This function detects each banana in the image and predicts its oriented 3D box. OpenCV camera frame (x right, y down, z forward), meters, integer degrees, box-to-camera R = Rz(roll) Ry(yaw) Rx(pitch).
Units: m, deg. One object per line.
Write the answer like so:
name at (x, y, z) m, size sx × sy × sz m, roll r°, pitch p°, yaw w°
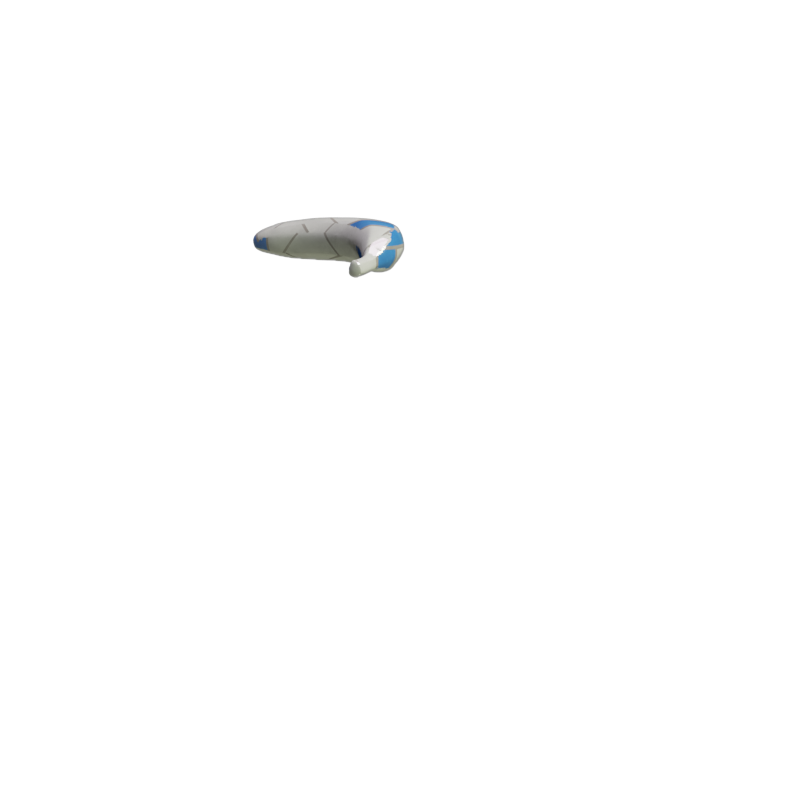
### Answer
banana at (-0.049, -0.123, 0.860) m, size 0.068 × 0.036 × 0.207 m, roll -5°, pitch 13°, yaw -27°
